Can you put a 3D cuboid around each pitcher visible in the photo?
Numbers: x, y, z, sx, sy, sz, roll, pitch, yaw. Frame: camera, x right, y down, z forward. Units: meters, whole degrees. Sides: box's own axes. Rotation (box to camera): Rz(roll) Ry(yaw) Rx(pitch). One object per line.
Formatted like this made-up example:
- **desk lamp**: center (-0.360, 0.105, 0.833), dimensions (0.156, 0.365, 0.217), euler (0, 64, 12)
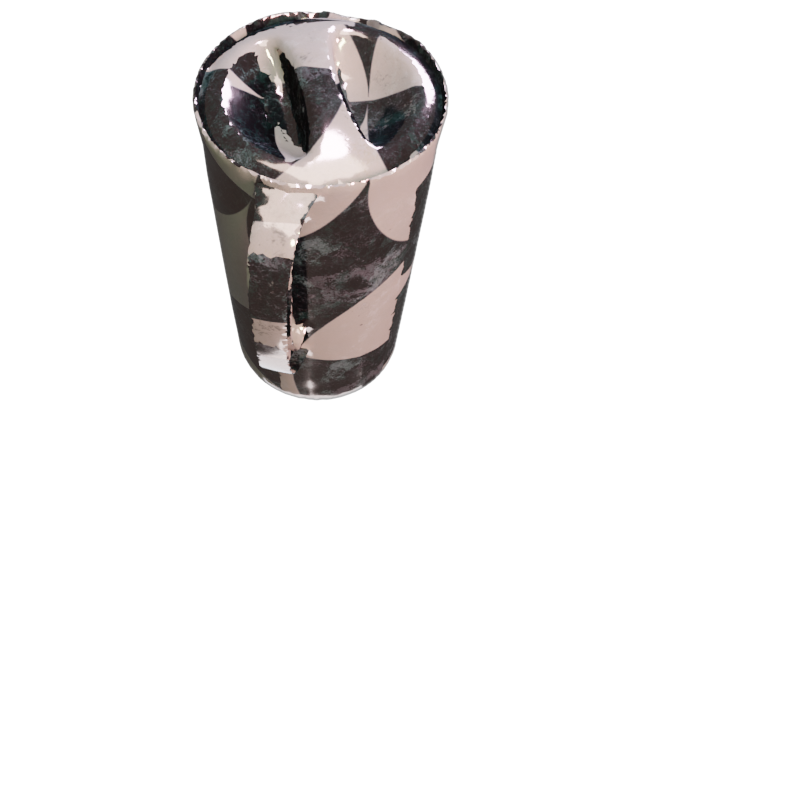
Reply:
- **pitcher**: center (-0.052, -0.094, 0.661), dimensions (0.149, 0.155, 0.227), euler (-27, -28, -20)
